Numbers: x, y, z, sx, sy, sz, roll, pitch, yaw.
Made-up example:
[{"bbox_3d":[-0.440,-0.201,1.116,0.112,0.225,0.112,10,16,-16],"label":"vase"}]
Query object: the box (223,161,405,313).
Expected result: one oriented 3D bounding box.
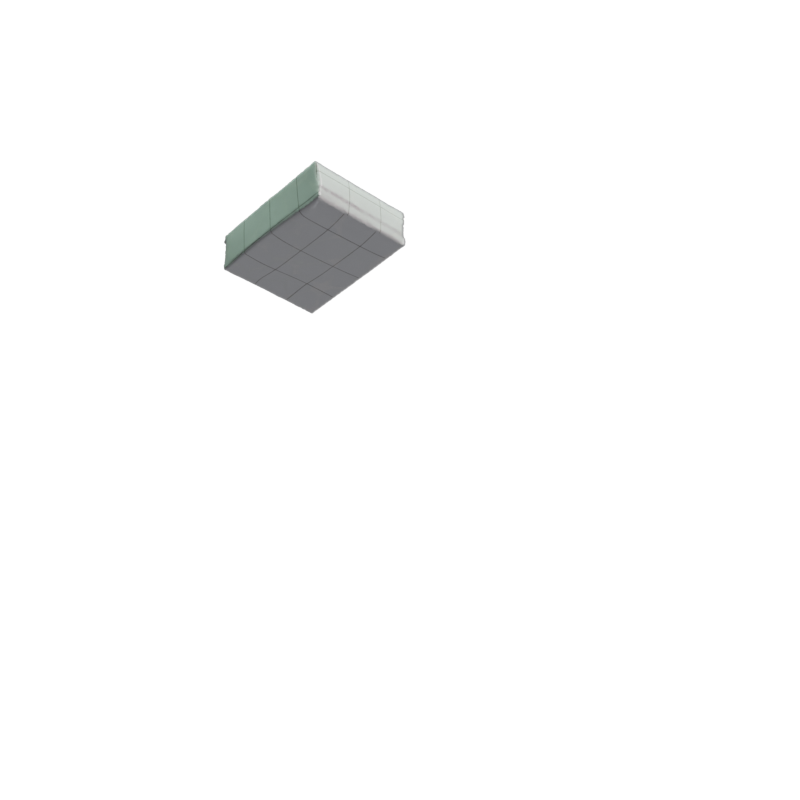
[{"bbox_3d":[-0.066,-0.120,0.841,0.084,0.042,0.113,27,-42,-35],"label":"box"}]
